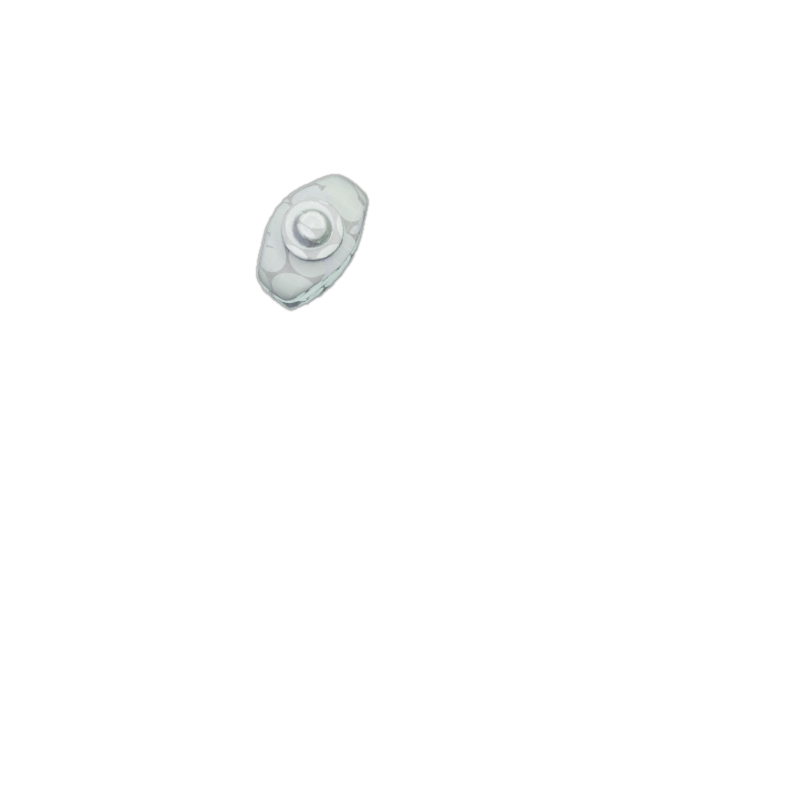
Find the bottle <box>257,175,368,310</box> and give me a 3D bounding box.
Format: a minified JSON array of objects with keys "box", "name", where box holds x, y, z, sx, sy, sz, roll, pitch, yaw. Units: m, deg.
[{"box":[-0.062,-0.113,0.790,0.058,0.096,0.191,40,-2,-4],"name":"bottle"}]
